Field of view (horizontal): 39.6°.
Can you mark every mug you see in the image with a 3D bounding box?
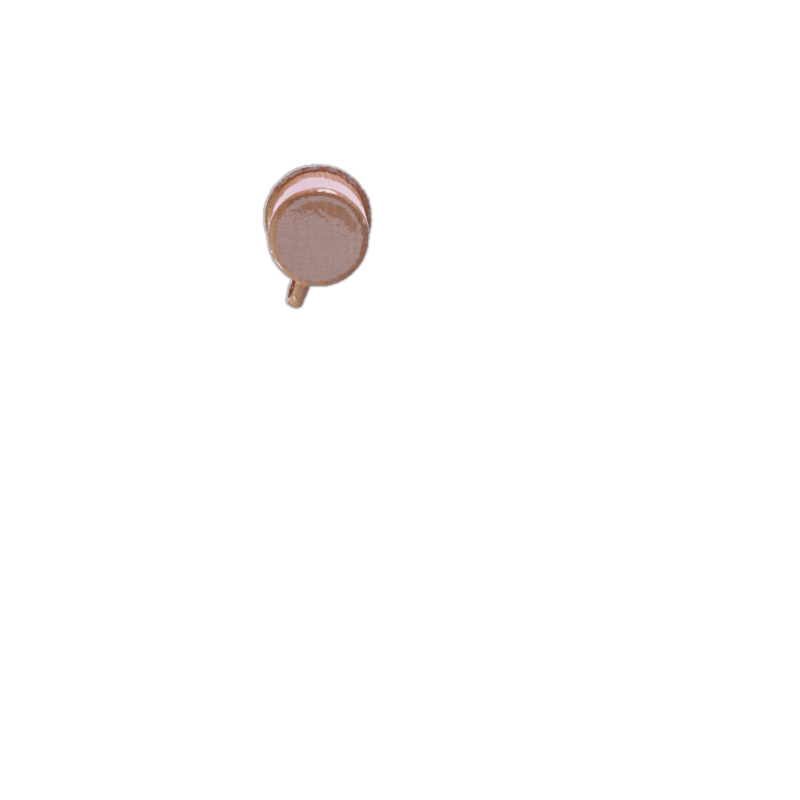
[{"bbox_3d":[-0.072,-0.131,0.921,0.092,0.114,0.085,20,15,-8],"label":"mug"}]
